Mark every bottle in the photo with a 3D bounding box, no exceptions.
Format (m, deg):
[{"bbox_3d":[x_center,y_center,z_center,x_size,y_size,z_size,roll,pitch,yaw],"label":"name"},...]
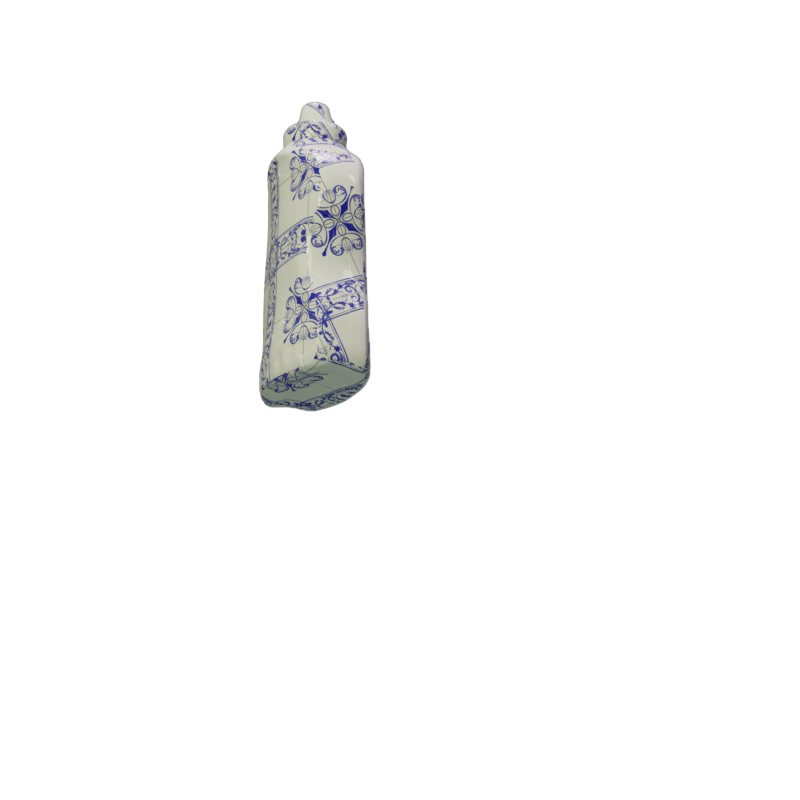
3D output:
[{"bbox_3d":[-0.053,-0.097,0.678,0.057,0.202,0.094,7,-24,-20],"label":"bottle"}]
